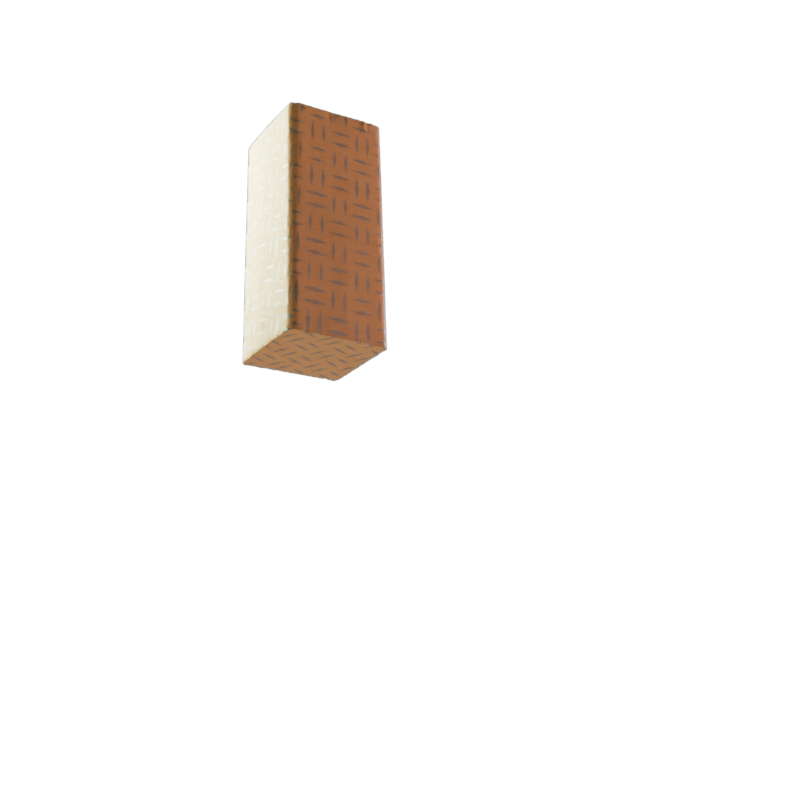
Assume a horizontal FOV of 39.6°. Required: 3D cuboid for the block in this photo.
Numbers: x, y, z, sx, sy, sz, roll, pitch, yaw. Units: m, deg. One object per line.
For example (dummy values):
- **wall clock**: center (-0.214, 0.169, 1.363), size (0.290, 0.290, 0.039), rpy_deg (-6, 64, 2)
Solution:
- **block**: center (-0.073, -0.134, 0.934), size (0.087, 0.218, 0.089), rpy_deg (12, -28, -28)
